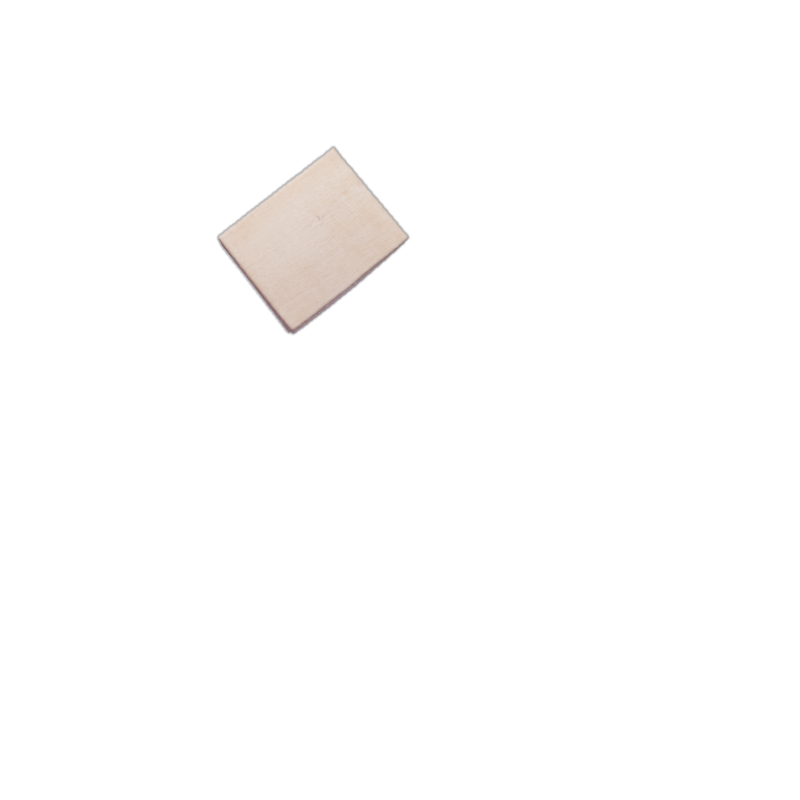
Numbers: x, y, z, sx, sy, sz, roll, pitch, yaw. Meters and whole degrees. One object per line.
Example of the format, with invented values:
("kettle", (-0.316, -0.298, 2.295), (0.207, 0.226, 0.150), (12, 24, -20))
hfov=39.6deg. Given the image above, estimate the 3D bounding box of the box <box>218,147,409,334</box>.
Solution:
("box", (-0.065, -0.118, 0.826), (0.114, 0.092, 0.038), (-39, -7, -6))
